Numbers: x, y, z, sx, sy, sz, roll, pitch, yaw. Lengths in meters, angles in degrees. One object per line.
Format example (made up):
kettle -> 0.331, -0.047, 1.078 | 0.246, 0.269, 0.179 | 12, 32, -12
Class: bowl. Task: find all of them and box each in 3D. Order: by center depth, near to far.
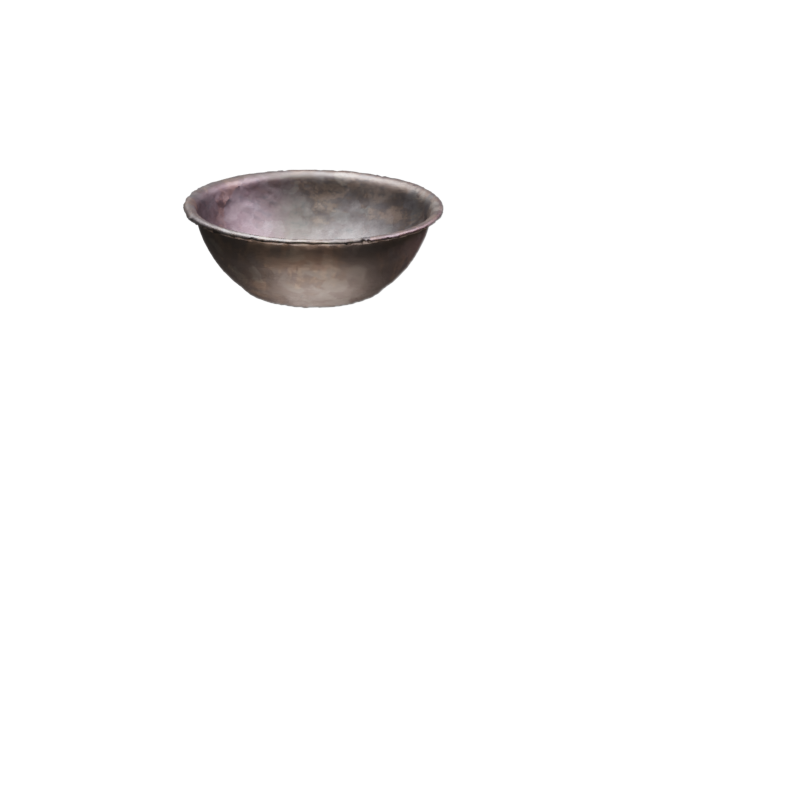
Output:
bowl -> -0.055, -0.099, 0.696 | 0.162, 0.052, 0.170 | -1, 24, -2
